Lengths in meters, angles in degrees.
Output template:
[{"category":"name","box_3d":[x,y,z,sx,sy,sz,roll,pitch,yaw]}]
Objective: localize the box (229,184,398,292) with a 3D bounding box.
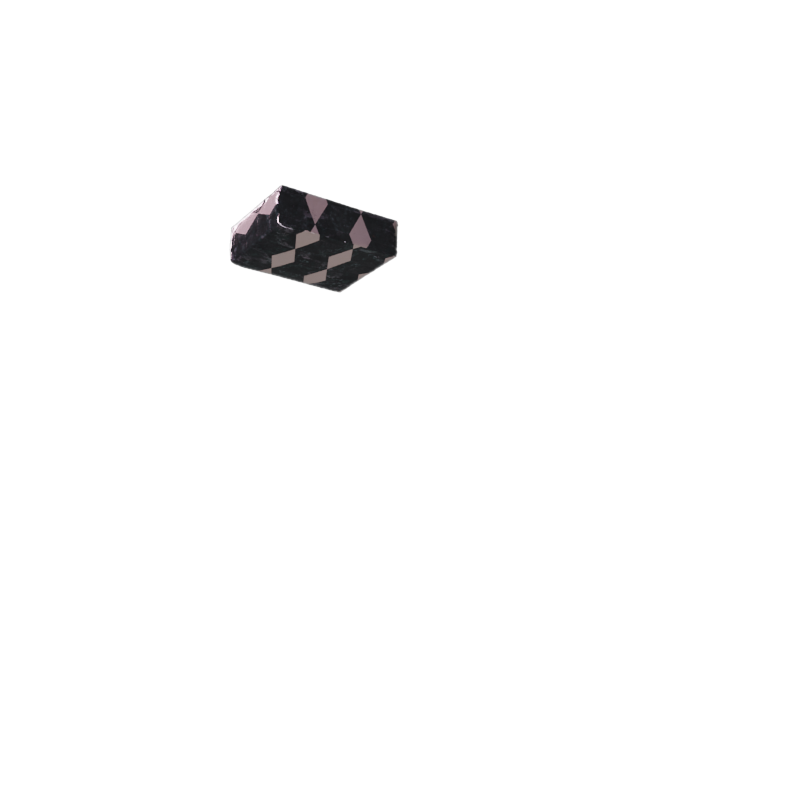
[{"category":"box","box_3d":[-0.072,-0.130,0.914,0.108,0.041,0.089,12,-23,-30]}]
